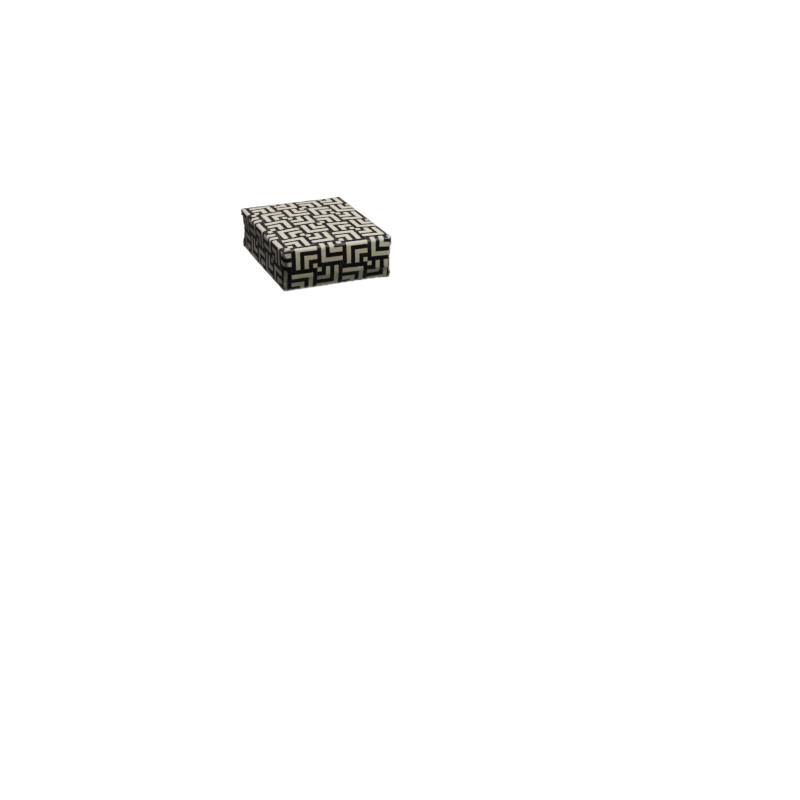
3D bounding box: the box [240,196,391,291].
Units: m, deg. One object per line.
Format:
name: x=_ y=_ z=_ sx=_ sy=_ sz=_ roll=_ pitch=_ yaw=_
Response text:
box: x=-0.070 y=-0.127 z=0.893 sx=0.088 sy=0.037 sz=0.121 roll=-10 pitch=26 yaw=-21
